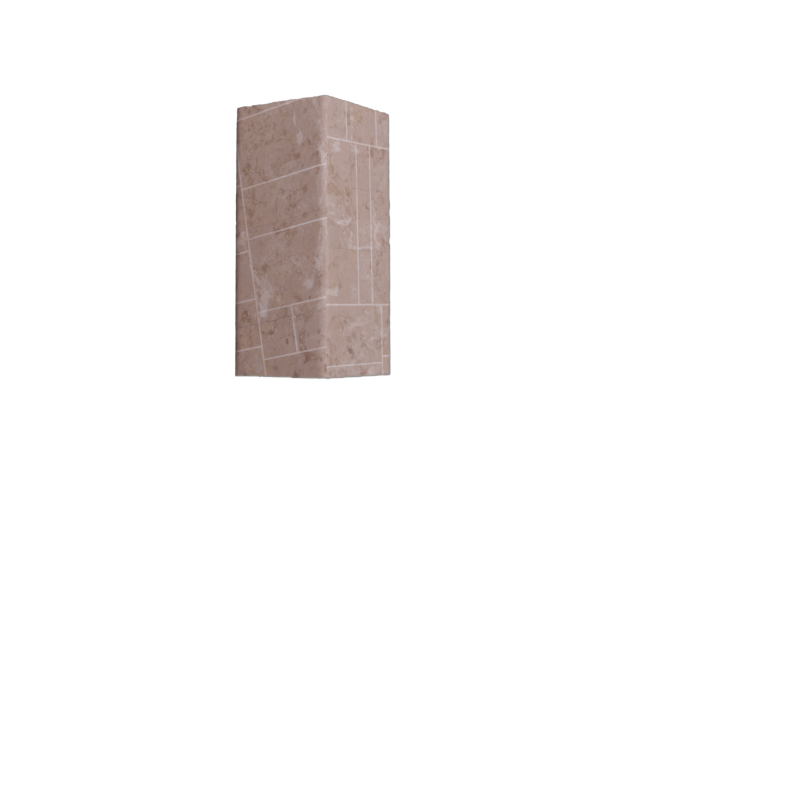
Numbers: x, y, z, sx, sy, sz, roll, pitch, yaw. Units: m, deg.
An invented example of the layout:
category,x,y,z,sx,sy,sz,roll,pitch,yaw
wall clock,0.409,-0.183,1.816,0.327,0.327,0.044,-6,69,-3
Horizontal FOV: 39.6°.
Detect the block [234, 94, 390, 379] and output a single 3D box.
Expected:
category,x,y,z,sx,sy,sz,roll,pitch,yaw
block,-0.068,-0.122,0.858,0.093,0.208,0.087,-2,-4,33
